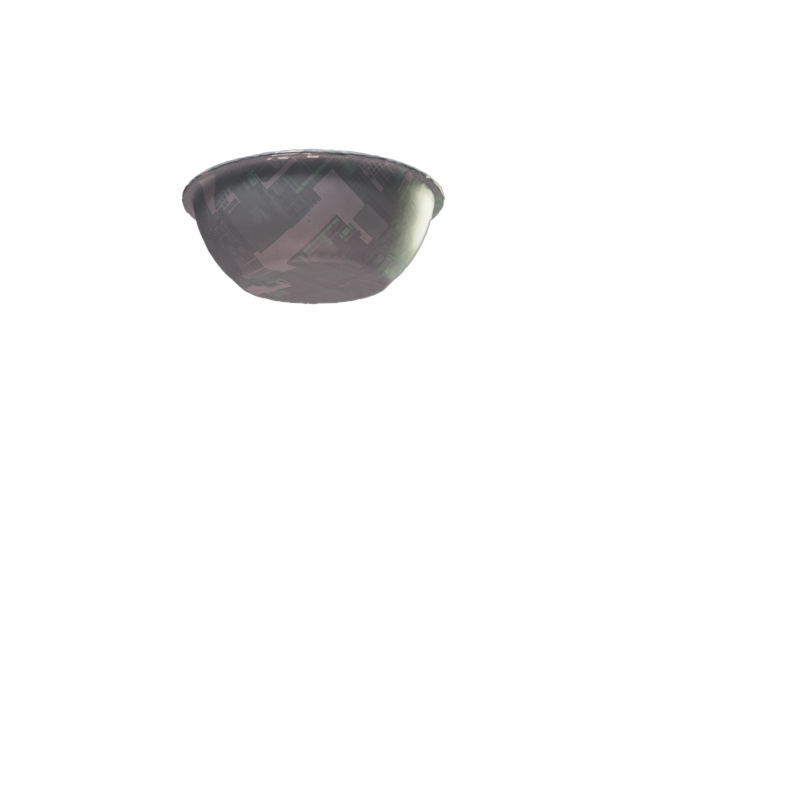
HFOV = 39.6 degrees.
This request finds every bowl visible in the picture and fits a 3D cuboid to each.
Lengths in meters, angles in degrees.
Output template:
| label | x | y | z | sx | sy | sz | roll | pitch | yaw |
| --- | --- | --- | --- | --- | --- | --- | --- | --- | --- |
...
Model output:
| label | x | y | z | sx | sy | sz | roll | pitch | yaw |
| --- | --- | --- | --- | --- | --- | --- | --- | --- | --- |
| bowl | -0.053 | -0.097 | 0.676 | 0.162 | 0.057 | 0.157 | 0 | -12 | -2 |
